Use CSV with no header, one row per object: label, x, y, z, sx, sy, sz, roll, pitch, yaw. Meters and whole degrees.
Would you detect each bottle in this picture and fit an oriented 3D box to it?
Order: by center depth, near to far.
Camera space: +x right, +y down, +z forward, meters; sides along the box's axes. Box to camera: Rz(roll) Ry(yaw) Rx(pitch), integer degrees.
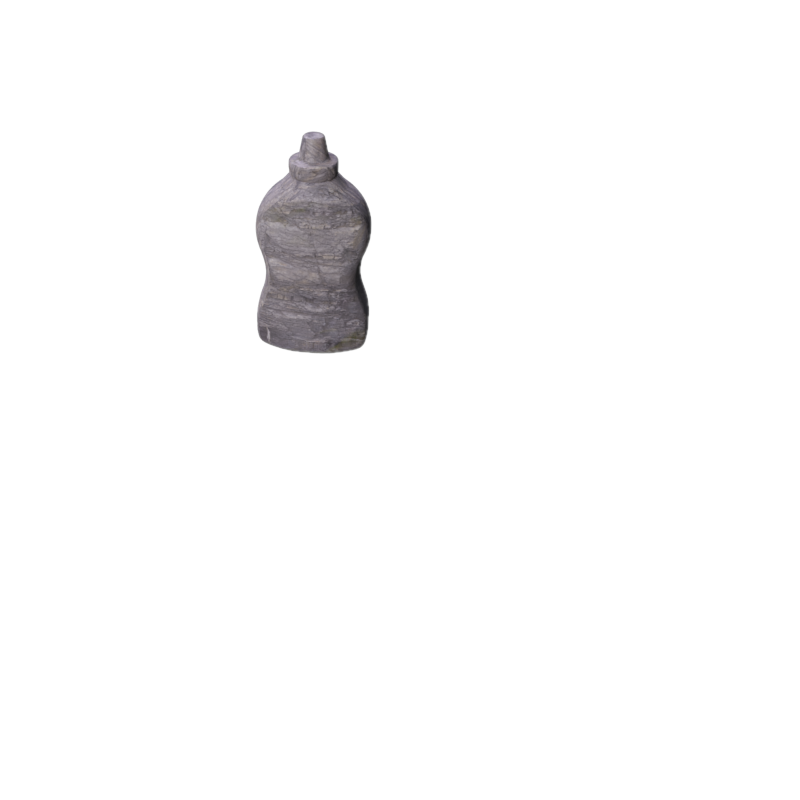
bottle,-0.073,-0.133,0.933,0.097,0.180,0.061,6,30,6
